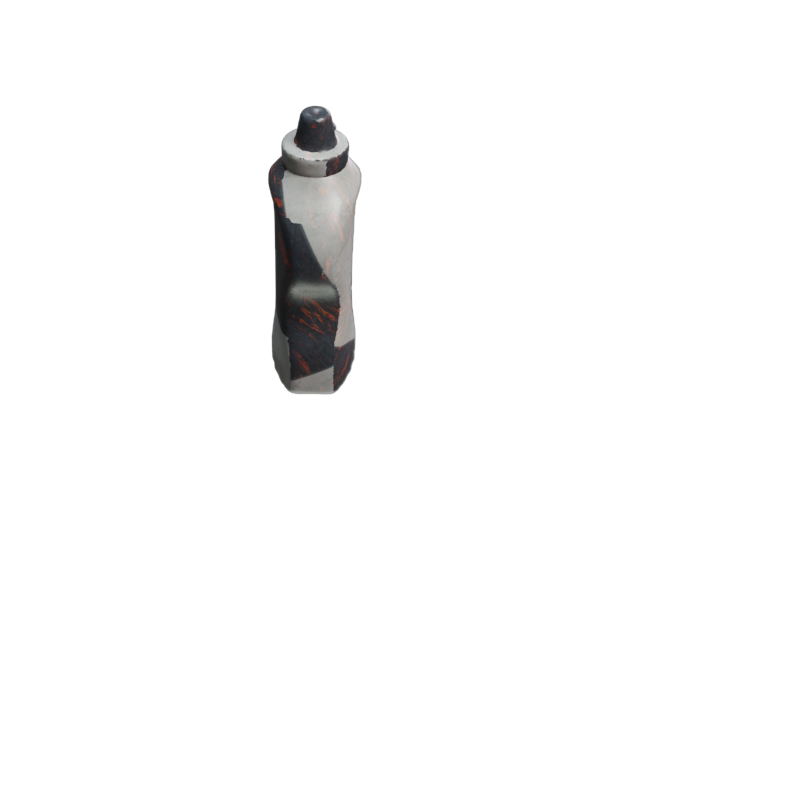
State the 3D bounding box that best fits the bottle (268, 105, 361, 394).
[{"bbox_3d":[-0.055,-0.102,0.712,0.058,0.179,0.103,2,41,-1],"label":"bottle"}]
